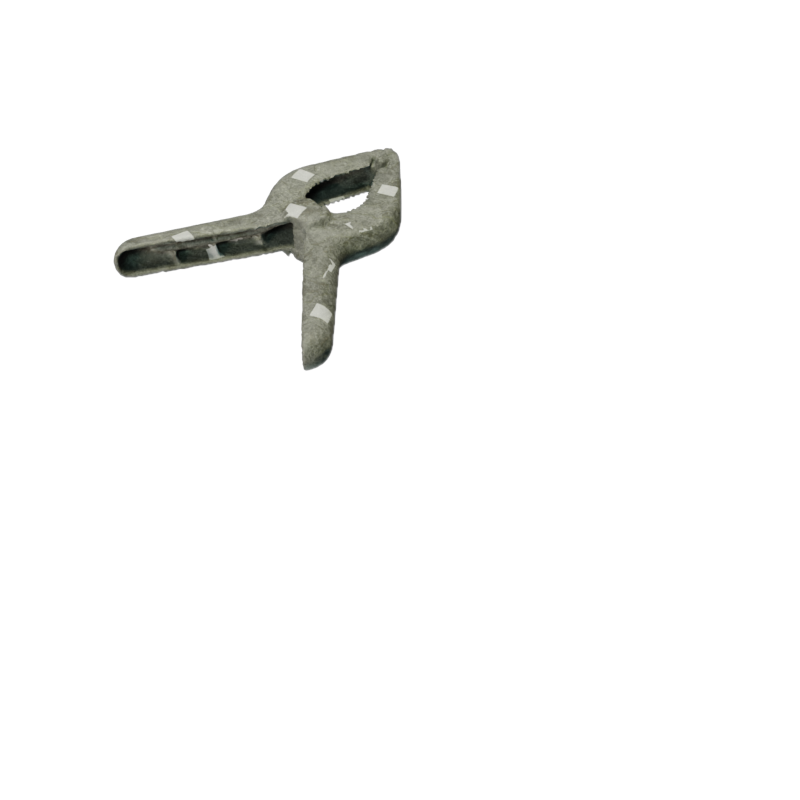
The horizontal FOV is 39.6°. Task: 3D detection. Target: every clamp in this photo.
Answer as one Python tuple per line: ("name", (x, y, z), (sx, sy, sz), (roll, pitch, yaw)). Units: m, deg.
("clamp", (-0.057, -0.103, 0.722), (0.175, 0.034, 0.211), (31, 50, 30))
